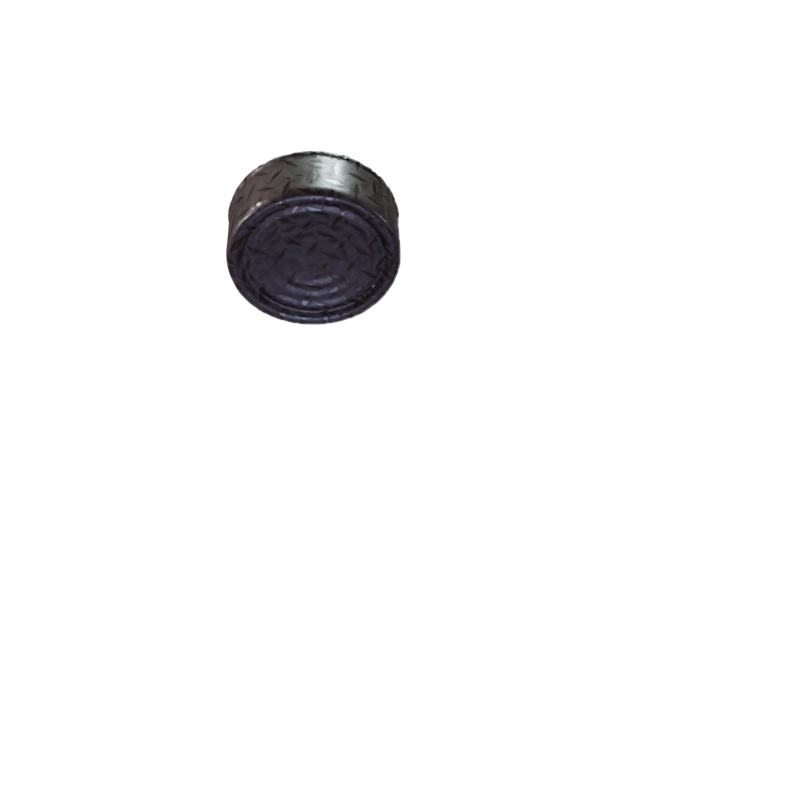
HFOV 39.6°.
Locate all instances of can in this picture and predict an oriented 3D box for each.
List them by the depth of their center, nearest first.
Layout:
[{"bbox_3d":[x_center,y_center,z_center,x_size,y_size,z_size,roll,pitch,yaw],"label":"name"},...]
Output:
[{"bbox_3d":[-0.043,-0.078,0.543,0.086,0.080,0.036,1,43,-1],"label":"can"}]
